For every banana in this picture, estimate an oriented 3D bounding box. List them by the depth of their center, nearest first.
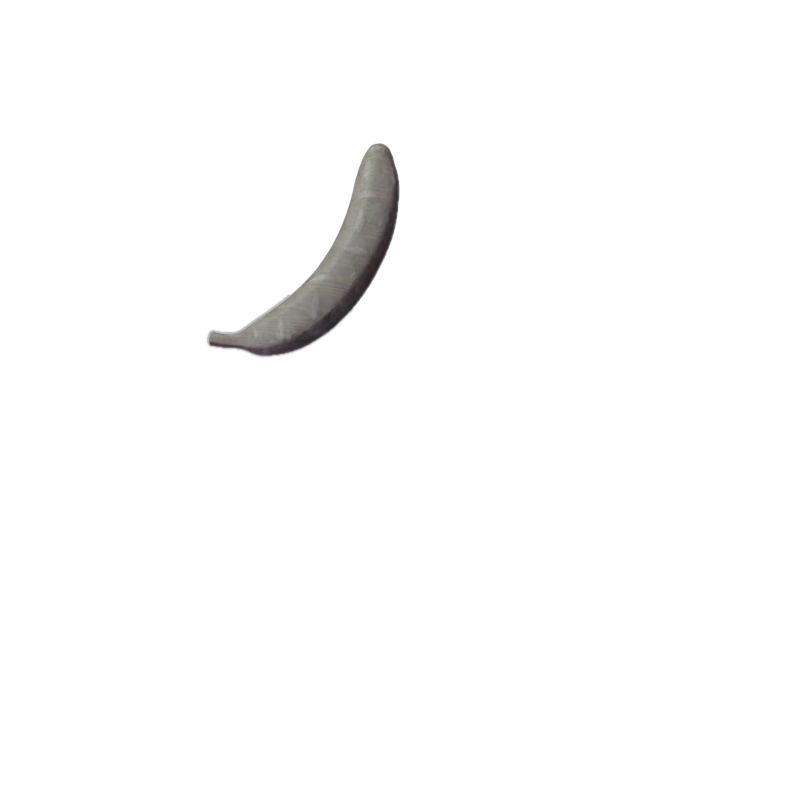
[{"bbox_3d":[-0.050,-0.099,0.788,0.072,0.201,0.035,36,-17,11],"label":"banana"}]
